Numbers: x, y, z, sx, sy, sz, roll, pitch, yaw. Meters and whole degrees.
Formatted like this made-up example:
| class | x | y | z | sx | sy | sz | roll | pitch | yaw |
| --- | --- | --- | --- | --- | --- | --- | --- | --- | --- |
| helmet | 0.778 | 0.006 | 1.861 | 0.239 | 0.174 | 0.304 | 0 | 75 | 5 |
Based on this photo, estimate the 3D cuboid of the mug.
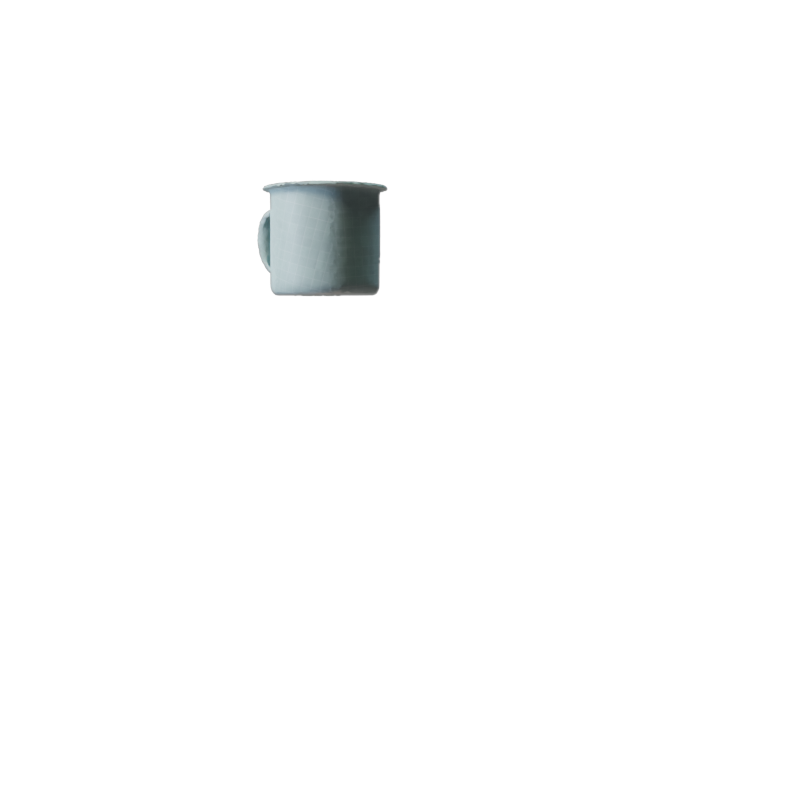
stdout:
| class | x | y | z | sx | sy | sz | roll | pitch | yaw |
| --- | --- | --- | --- | --- | --- | --- | --- | --- | --- |
| mug | -0.065 | -0.119 | 0.835 | 0.122 | 0.082 | 0.090 | 2 | 3 | 41 |
